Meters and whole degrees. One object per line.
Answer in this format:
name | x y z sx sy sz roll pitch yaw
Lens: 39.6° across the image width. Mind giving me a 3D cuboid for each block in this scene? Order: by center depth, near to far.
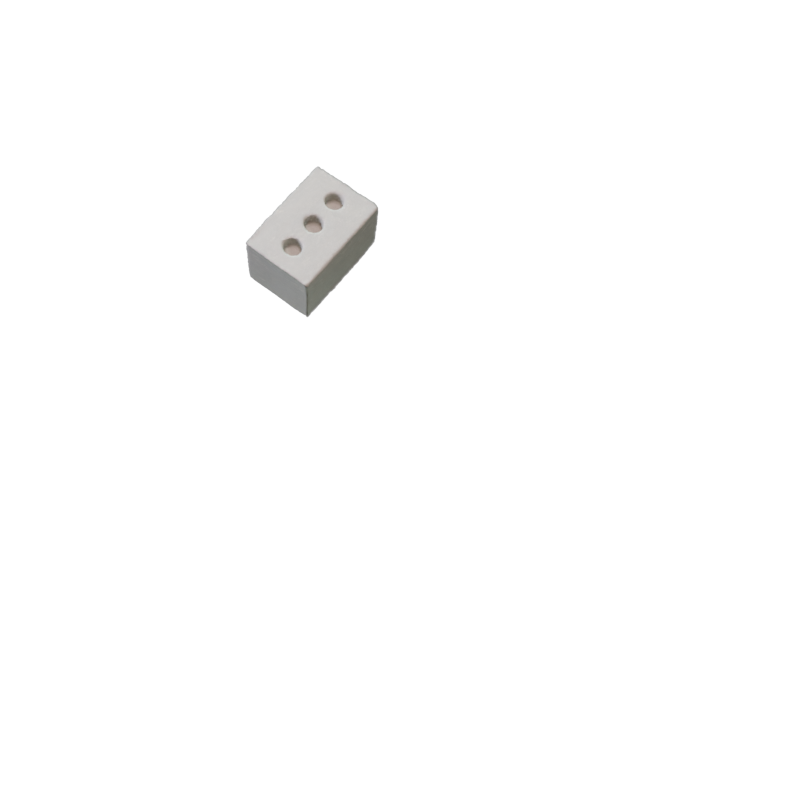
block | -0.058 -0.106 0.741 0.055 0.079 0.048 34 -22 13
